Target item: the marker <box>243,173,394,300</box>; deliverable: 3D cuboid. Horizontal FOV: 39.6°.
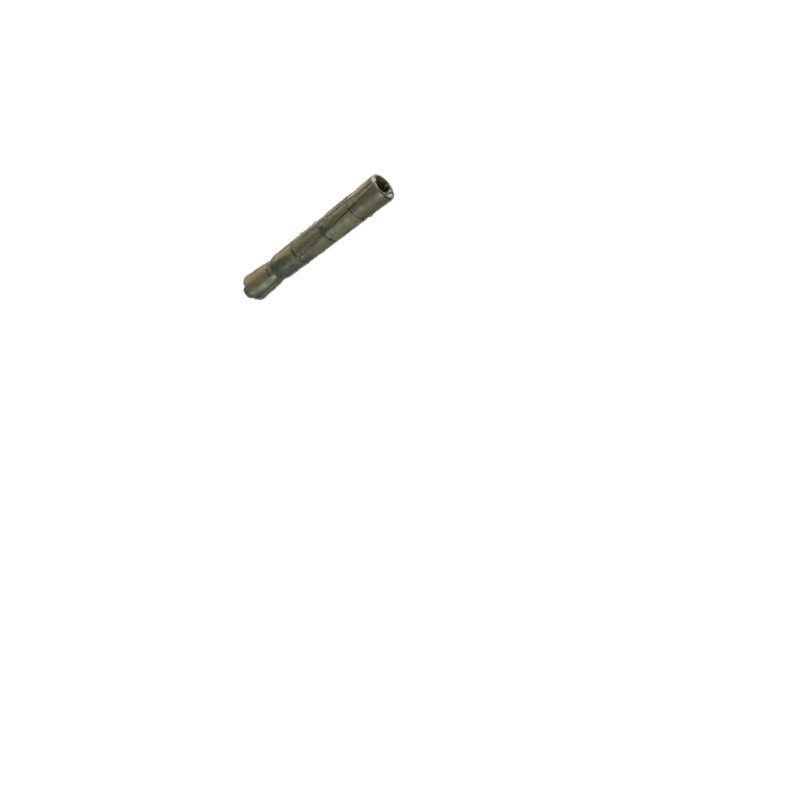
[{"bbox_3d":[-0.053,-0.097,0.681,0.120,0.021,0.019,-33,-15,29],"label":"marker"}]
